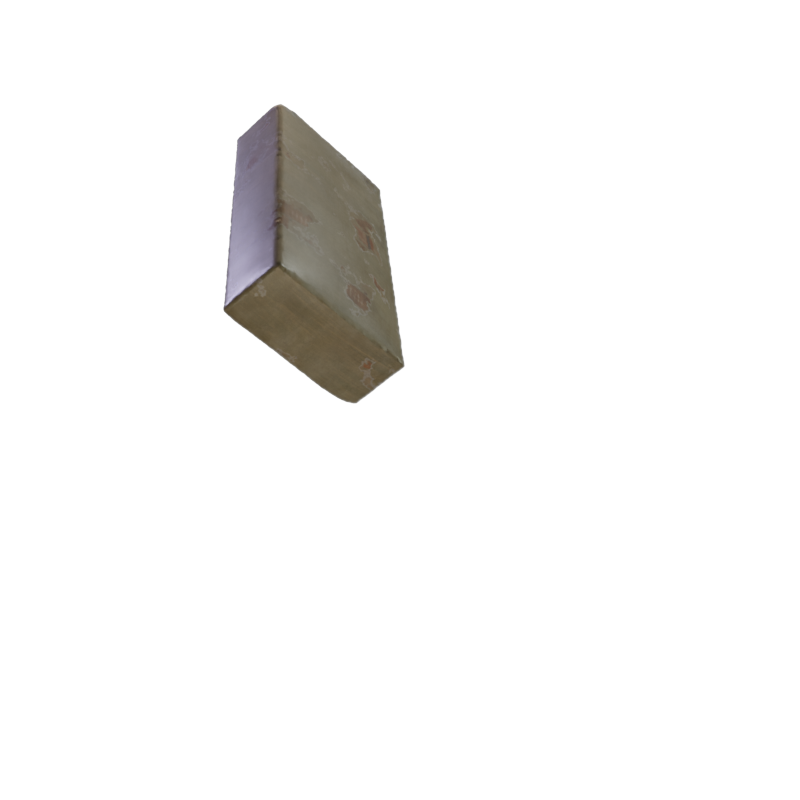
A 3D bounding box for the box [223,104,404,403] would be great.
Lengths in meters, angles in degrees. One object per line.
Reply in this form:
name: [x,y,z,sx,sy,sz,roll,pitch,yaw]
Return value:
box: [-0.048,-0.088,0.617,0.047,0.189,0.088,-38,-57,25]
